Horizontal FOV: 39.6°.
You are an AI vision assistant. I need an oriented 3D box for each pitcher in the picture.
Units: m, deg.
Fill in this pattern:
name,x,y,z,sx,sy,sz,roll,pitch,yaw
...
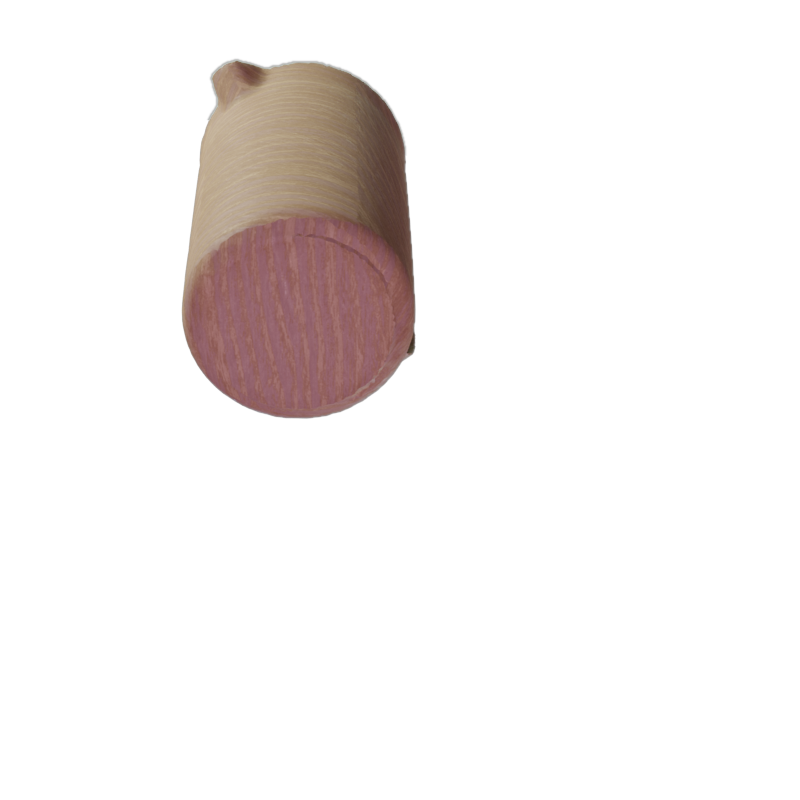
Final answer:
name,x,y,z,sx,sy,sz,roll,pitch,yaw
pitcher,-0.048,-0.088,0.614,0.148,0.138,0.257,9,27,-8
